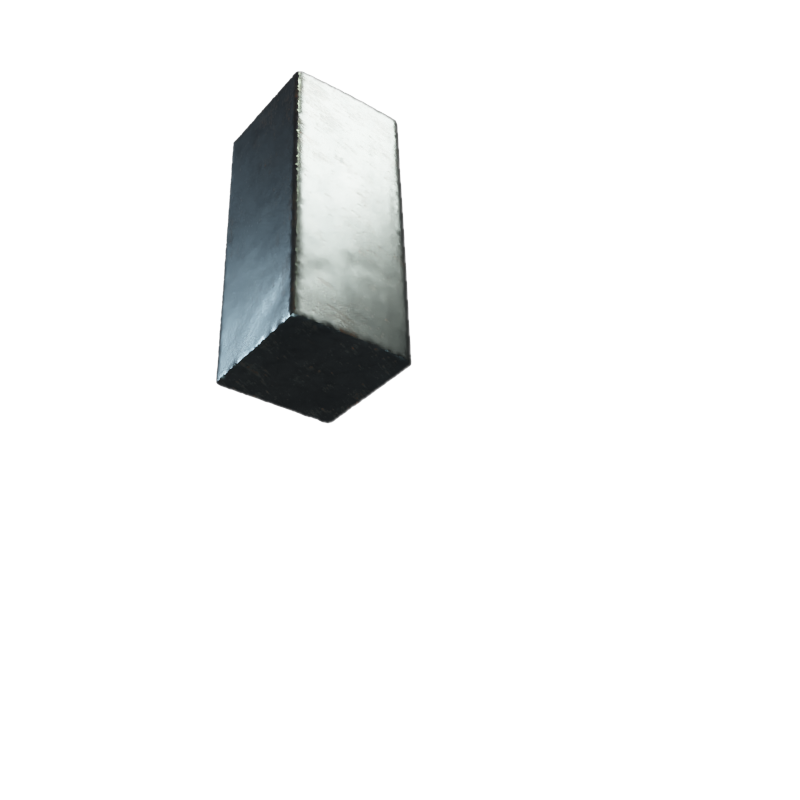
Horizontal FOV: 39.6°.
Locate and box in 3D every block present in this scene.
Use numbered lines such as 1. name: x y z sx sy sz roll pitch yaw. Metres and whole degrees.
1. block: -0.057 -0.105 0.737 0.085 0.221 0.089 22 -43 -30
